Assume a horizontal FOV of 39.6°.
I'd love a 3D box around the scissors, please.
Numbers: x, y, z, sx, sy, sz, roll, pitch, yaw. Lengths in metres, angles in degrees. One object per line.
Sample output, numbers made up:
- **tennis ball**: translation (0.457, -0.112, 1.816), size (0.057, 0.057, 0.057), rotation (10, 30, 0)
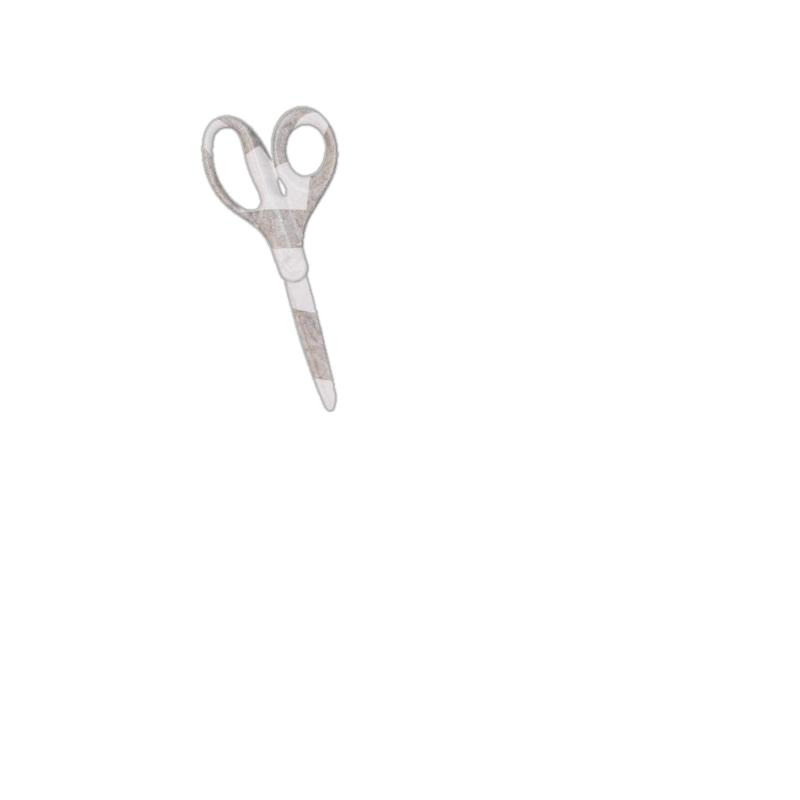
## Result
- **scissors**: translation (-0.057, -0.103, 0.724), size (0.096, 0.203, 0.016), rotation (-31, -2, -1)
